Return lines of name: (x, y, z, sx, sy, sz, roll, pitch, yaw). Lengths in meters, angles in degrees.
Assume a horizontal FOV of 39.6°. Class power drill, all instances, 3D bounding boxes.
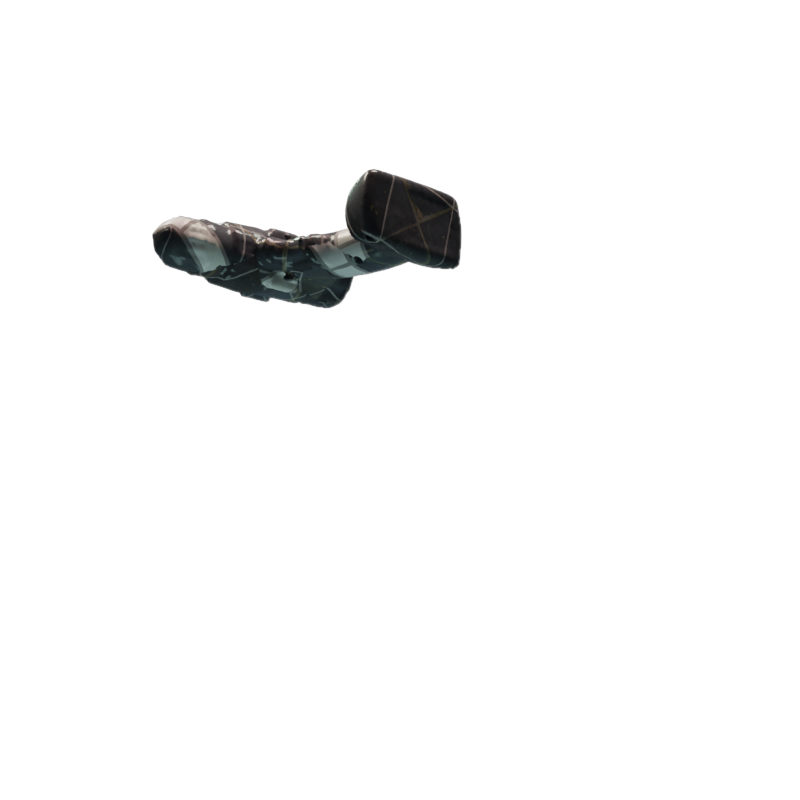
power drill: (-0.064, -0.117, 0.822, 0.192, 0.059, 0.175, -9, -12, 44)
